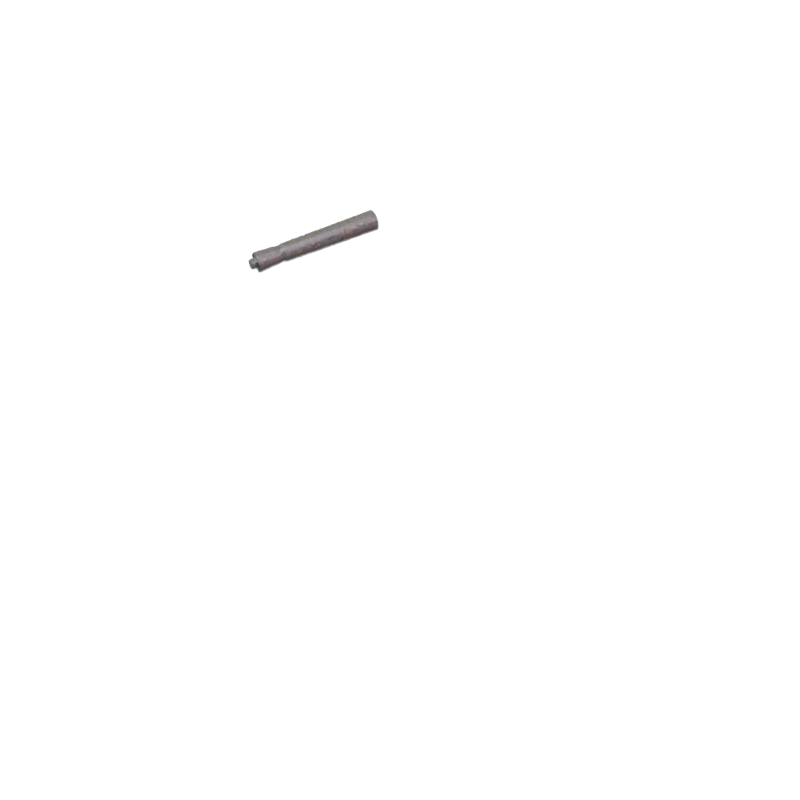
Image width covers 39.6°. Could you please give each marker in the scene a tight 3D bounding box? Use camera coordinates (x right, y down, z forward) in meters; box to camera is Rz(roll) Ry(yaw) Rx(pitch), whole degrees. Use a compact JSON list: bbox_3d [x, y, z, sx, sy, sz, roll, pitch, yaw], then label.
[{"bbox_3d":[-0.077,-0.139,0.977,0.120,0.019,0.020,-22,11,-16],"label":"marker"}]
